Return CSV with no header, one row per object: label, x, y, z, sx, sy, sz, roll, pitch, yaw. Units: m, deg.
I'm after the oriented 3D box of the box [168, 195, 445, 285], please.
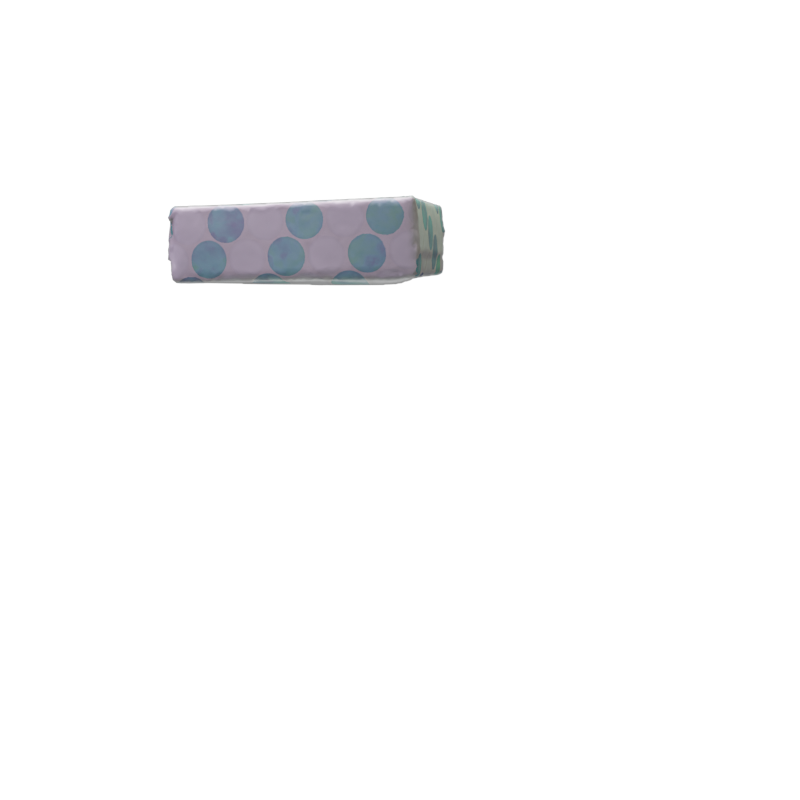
box,-0.041,-0.074,0.520,0.115,0.039,0.089,2,7,12
